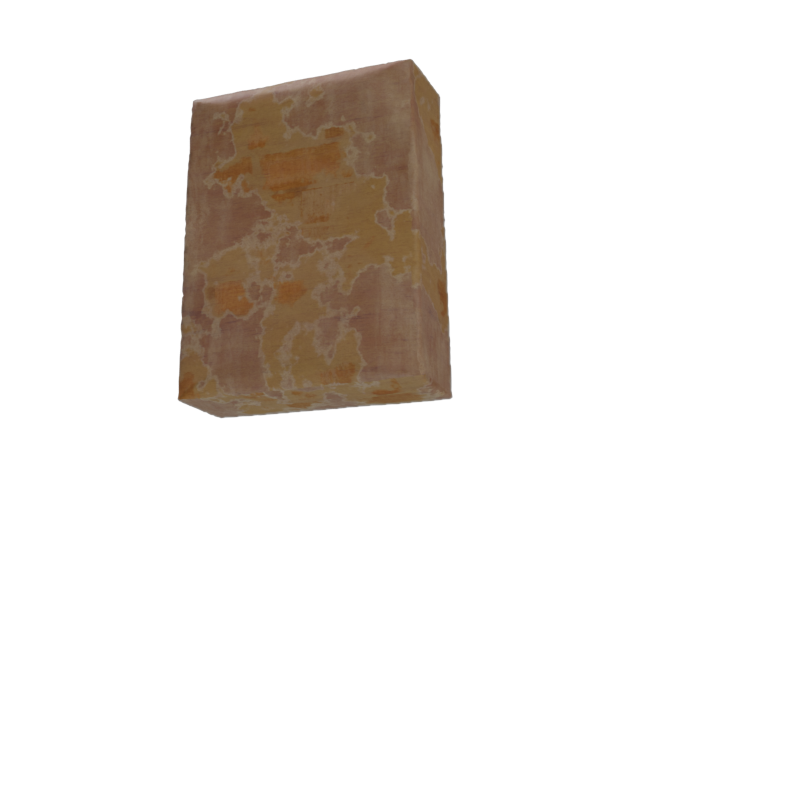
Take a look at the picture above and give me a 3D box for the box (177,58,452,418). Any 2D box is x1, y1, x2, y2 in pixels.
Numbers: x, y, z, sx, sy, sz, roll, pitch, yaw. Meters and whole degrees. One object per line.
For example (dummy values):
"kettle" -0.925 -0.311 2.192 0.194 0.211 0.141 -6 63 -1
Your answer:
"box" -0.057 -0.104 0.725 0.167 0.223 0.067 -7 -19 19
